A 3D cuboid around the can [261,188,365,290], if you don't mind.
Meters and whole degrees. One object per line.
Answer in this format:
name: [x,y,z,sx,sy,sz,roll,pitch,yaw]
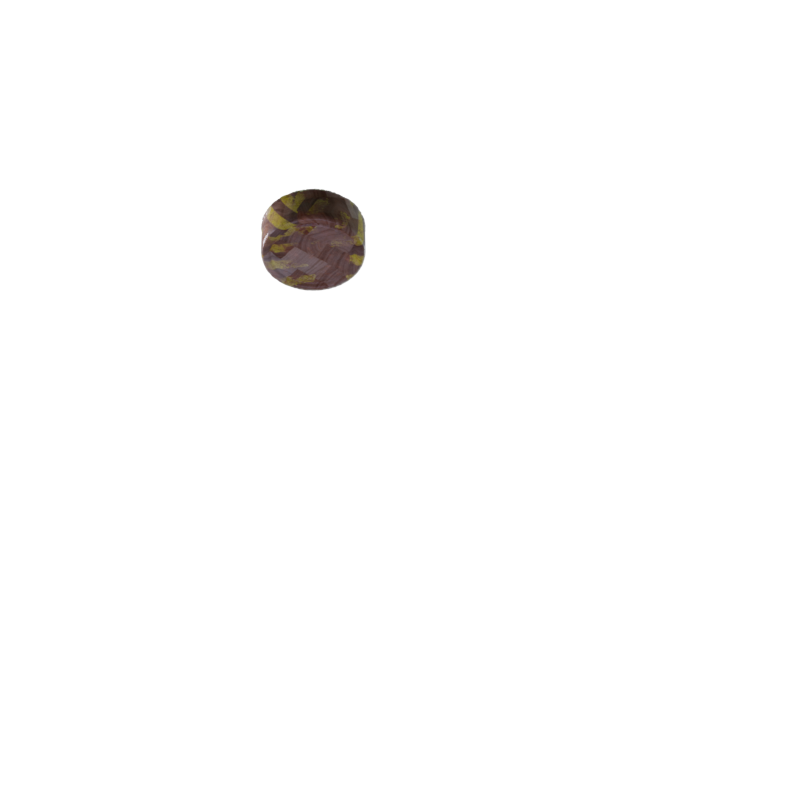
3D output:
can: [-0.071,-0.129,0.901,0.086,0.036,0.080,1,-42,-1]
